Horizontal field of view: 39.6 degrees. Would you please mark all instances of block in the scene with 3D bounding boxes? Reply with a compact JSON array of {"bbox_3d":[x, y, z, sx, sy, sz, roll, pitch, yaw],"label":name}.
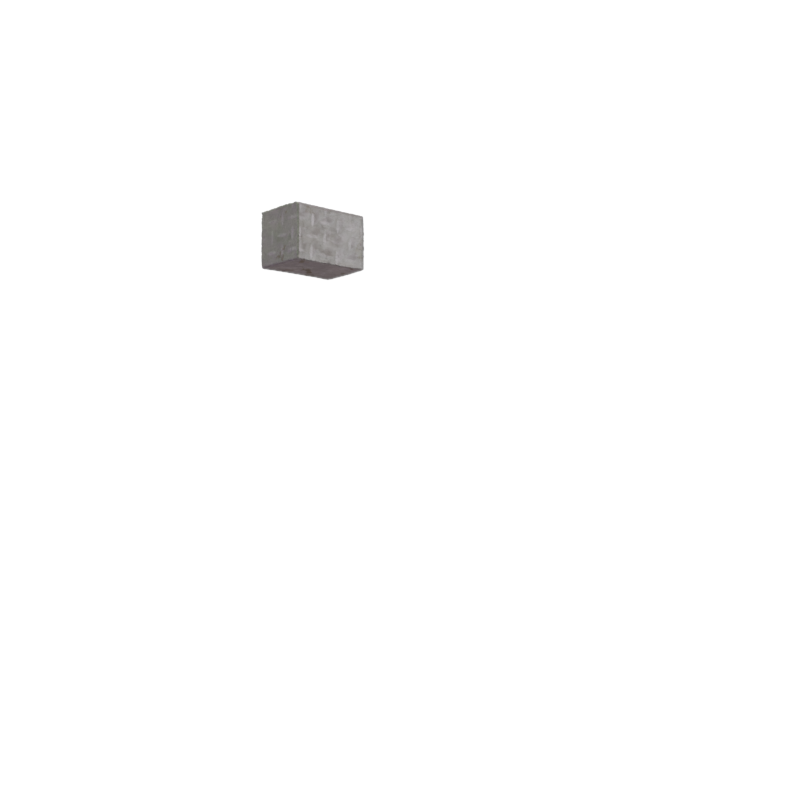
[{"bbox_3d":[-0.076,-0.139,0.977,0.074,0.053,0.054,7,-13,-41],"label":"block"}]
